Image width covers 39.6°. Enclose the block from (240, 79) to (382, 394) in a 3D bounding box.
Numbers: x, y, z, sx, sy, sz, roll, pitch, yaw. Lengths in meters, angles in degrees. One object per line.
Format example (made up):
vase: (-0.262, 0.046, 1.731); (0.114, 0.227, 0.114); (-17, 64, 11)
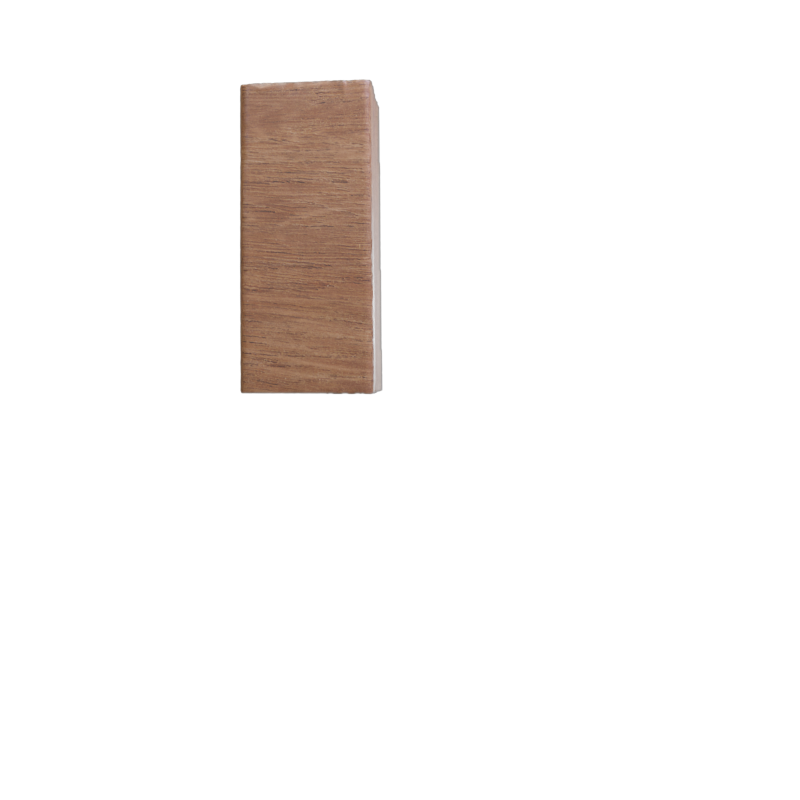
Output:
block: (-0.060, -0.110, 0.768); (0.091, 0.209, 0.088); (-1, -5, 5)
